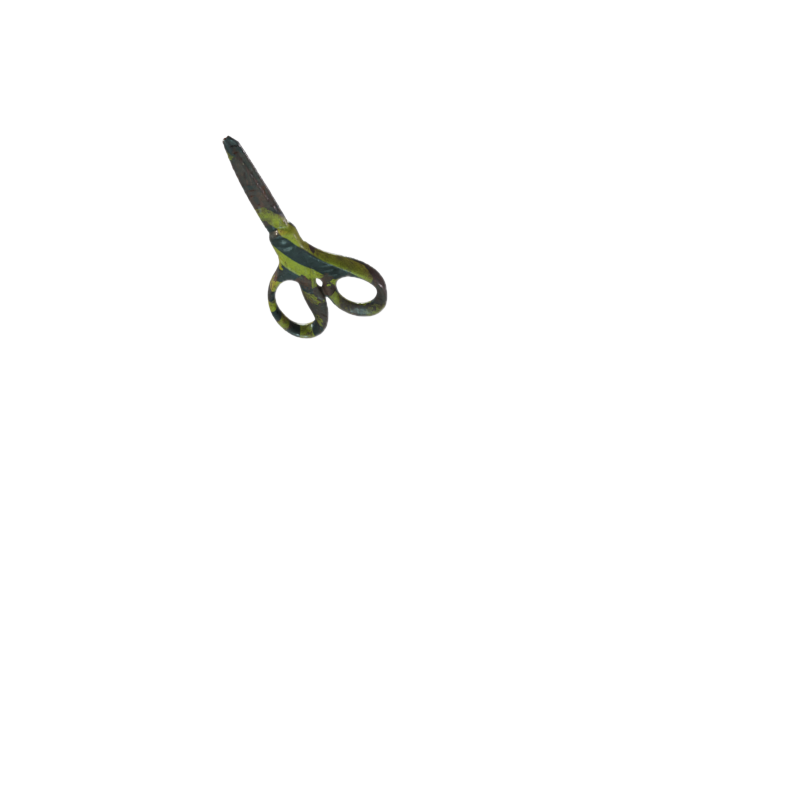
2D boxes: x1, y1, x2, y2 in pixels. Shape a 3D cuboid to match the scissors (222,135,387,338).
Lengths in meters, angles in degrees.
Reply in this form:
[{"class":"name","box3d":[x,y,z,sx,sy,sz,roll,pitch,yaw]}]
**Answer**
[{"class":"scissors","box3d":[-0.060,-0.109,0.760,0.096,0.017,0.187,-2,-37,2]}]
